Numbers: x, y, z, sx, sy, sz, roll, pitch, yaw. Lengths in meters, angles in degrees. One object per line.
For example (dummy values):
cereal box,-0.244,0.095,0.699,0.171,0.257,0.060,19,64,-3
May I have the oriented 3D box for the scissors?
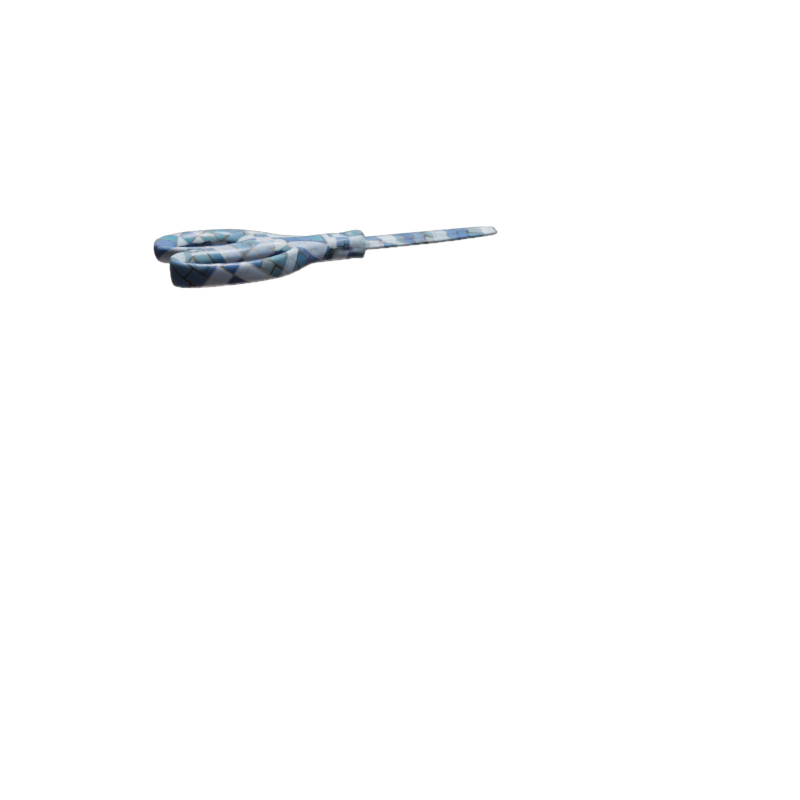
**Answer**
scissors,-0.048,-0.088,0.615,0.197,0.015,0.102,-17,25,-40
